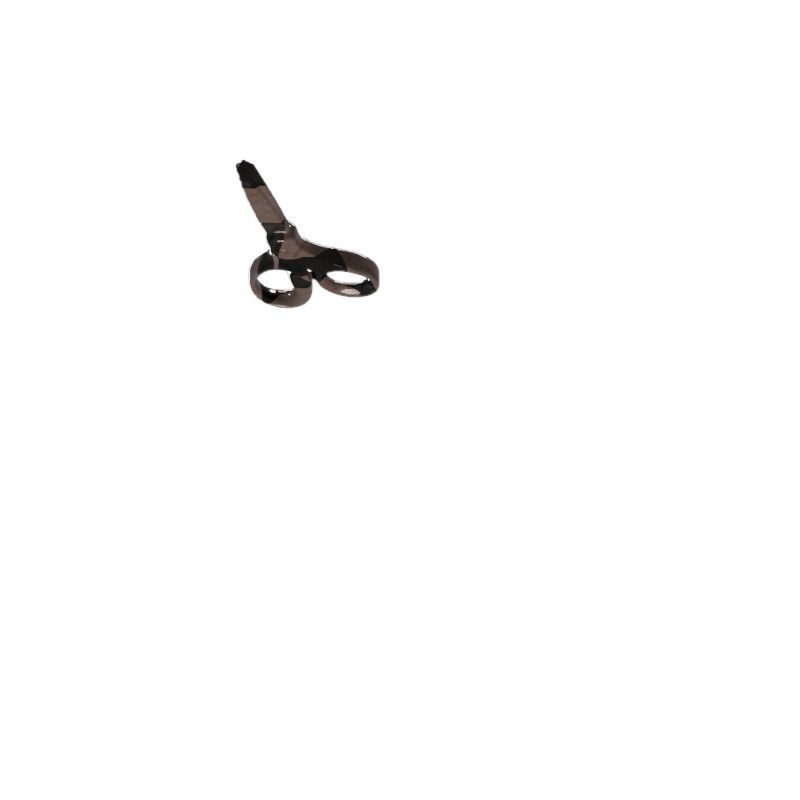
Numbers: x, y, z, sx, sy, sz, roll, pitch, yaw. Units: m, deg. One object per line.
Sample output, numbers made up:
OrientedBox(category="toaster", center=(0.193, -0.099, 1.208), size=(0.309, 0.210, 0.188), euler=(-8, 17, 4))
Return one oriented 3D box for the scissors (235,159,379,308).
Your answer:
OrientedBox(category="scissors", center=(-0.053, -0.097, 0.679), size=(0.095, 0.016, 0.194), euler=(2, -17, -7))
